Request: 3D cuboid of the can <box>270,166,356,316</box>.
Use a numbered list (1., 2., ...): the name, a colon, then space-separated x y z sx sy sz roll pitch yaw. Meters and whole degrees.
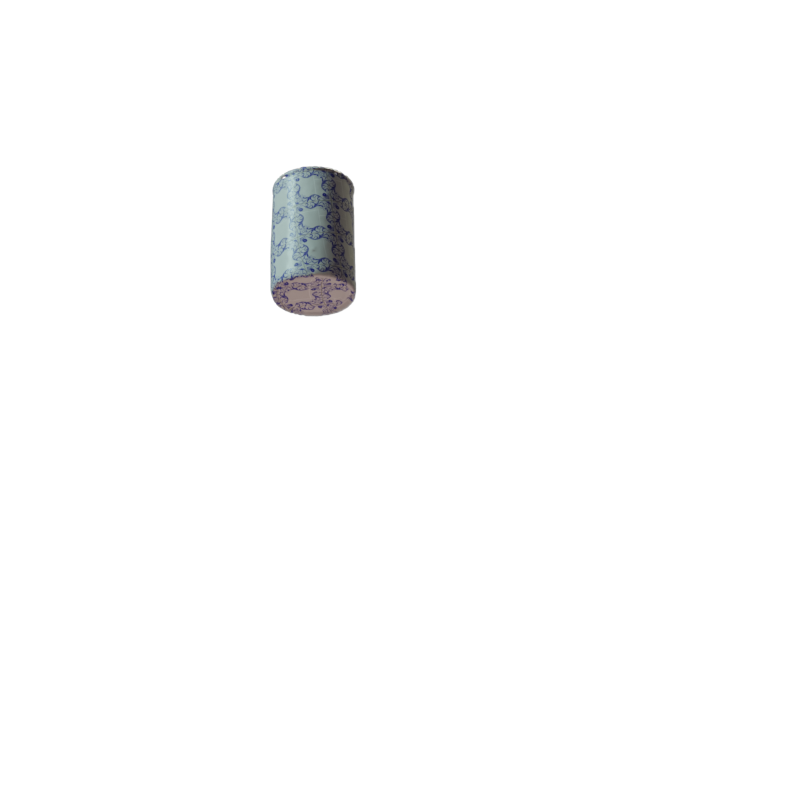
1. can: -0.070 -0.127 0.889 0.068 0.109 0.064 0 -29 -2
